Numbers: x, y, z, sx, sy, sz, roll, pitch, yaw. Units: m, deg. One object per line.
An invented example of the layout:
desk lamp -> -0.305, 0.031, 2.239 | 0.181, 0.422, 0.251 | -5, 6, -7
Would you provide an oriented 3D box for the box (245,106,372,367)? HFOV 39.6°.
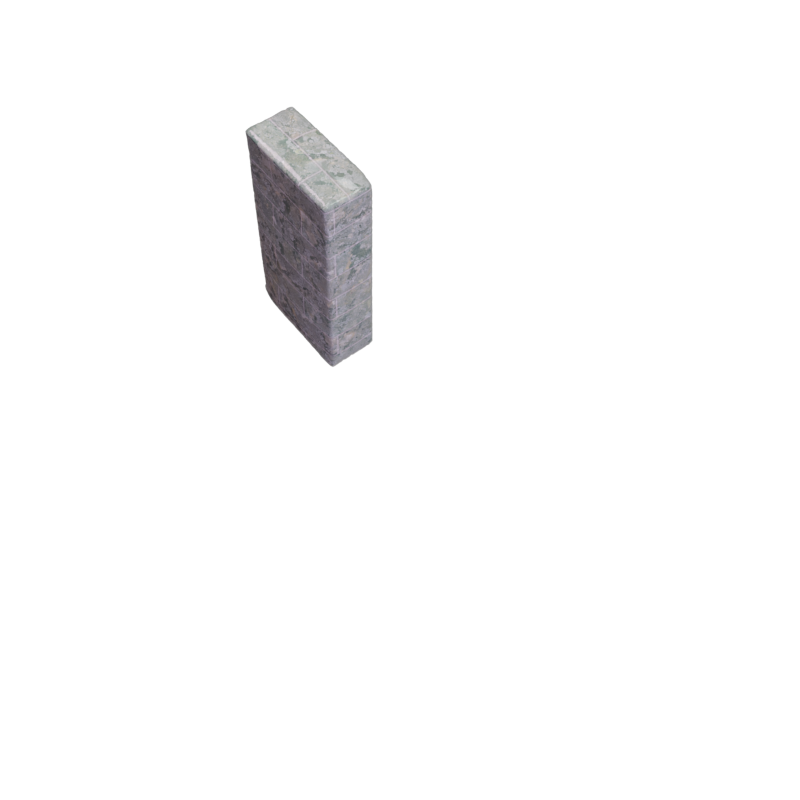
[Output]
box -> -0.061, -0.111, 0.779 | 0.048, 0.100, 0.165 | -29, -29, -23
